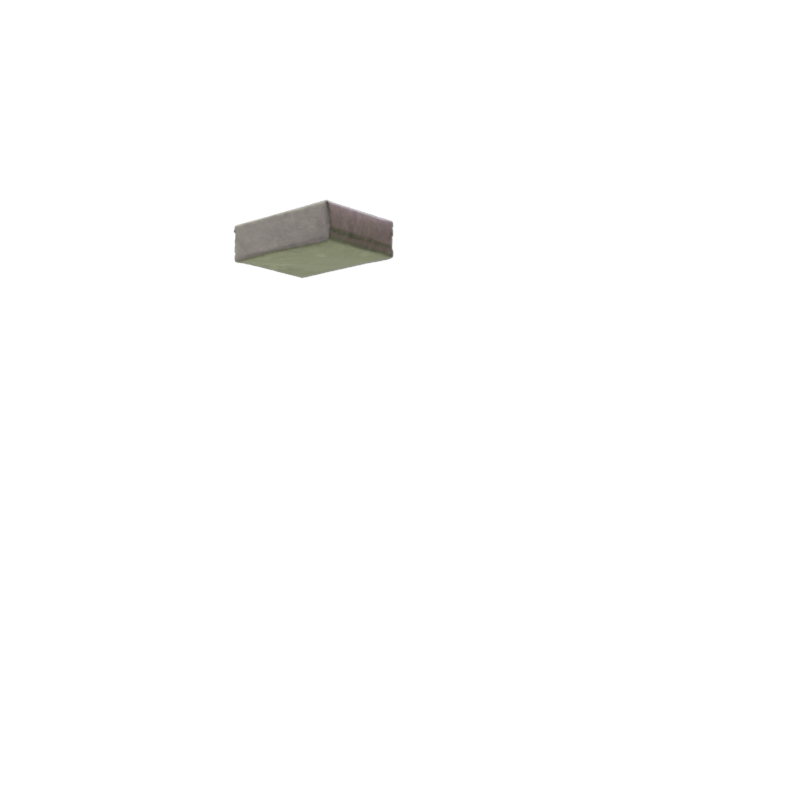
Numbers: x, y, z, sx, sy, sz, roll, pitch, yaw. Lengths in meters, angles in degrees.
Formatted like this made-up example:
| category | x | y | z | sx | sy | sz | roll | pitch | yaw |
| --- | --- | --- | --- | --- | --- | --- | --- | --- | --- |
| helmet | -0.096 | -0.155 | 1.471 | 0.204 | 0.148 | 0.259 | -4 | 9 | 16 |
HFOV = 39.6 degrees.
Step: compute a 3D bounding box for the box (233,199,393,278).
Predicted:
| category | x | y | z | sx | sy | sz | roll | pitch | yaw |
| --- | --- | --- | --- | --- | --- | --- | --- | --- | --- |
| box | -0.076 | -0.139 | 0.971 | 0.117 | 0.040 | 0.085 | -5 | -8 | 39 |
